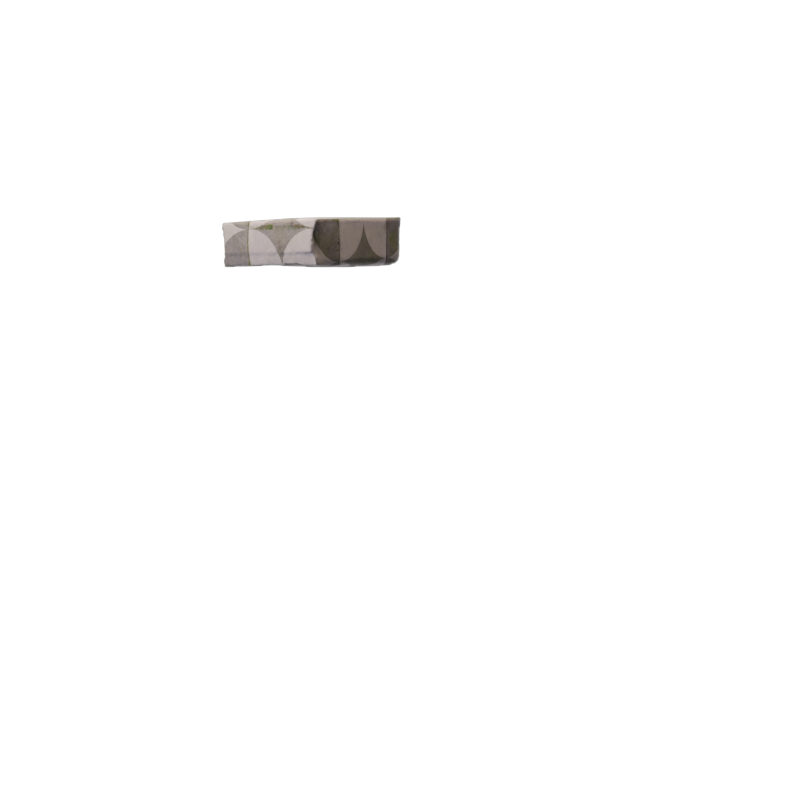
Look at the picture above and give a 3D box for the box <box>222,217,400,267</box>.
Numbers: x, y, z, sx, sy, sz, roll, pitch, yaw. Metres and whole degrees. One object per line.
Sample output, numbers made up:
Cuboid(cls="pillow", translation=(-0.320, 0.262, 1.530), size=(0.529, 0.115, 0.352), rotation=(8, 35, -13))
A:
Cuboid(cls="box", translation=(-0.066, -0.121, 0.845), size=(0.093, 0.039, 0.110), rotation=(4, 8, 35))
